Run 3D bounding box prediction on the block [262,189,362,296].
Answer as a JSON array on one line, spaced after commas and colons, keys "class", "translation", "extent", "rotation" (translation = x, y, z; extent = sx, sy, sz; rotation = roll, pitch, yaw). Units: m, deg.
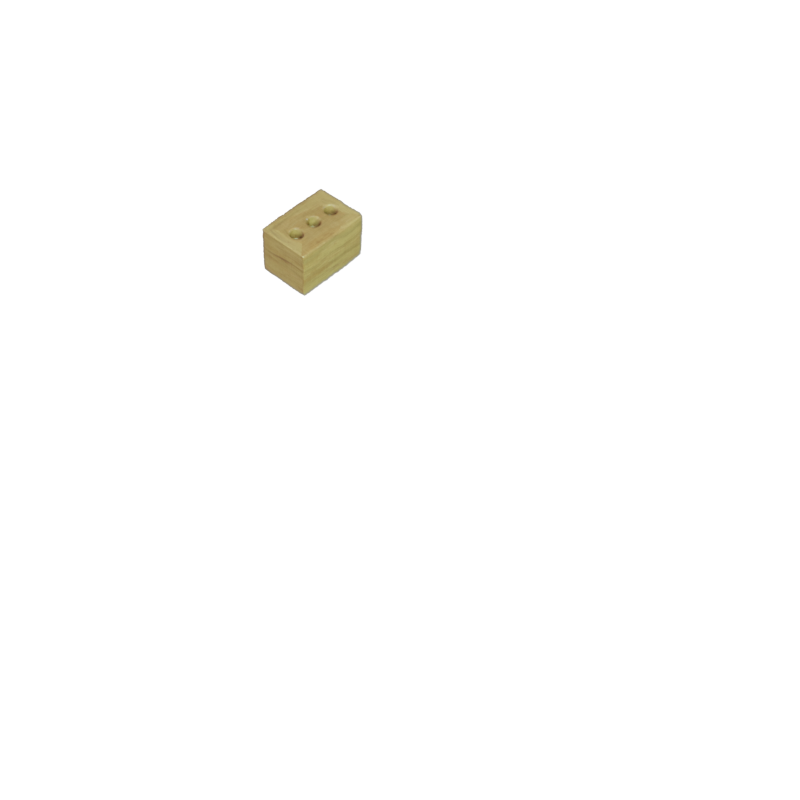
[{"class": "block", "translation": [-0.078, -0.142, 0.996], "extent": [0.056, 0.048, 0.079], "rotation": [33, 55, 25]}]
